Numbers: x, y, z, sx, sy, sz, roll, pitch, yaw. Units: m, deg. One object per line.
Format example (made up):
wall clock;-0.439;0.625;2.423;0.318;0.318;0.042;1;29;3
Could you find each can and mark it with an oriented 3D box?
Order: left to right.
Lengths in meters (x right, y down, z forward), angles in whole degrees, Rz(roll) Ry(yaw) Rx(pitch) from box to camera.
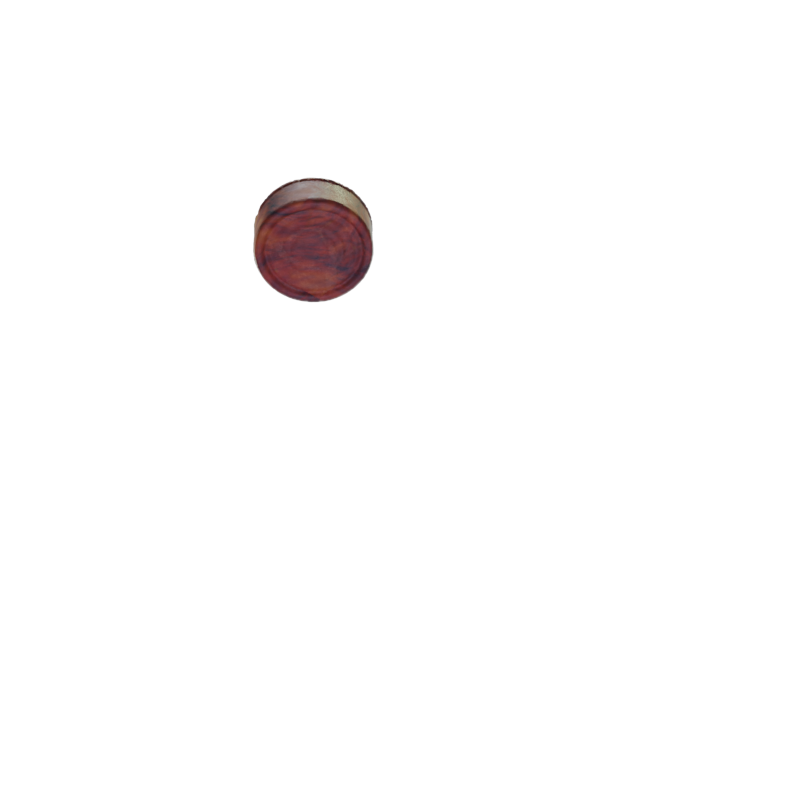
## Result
can;-0.062;-0.112;0.787;0.086;0.081;0.036;1;34;-1
